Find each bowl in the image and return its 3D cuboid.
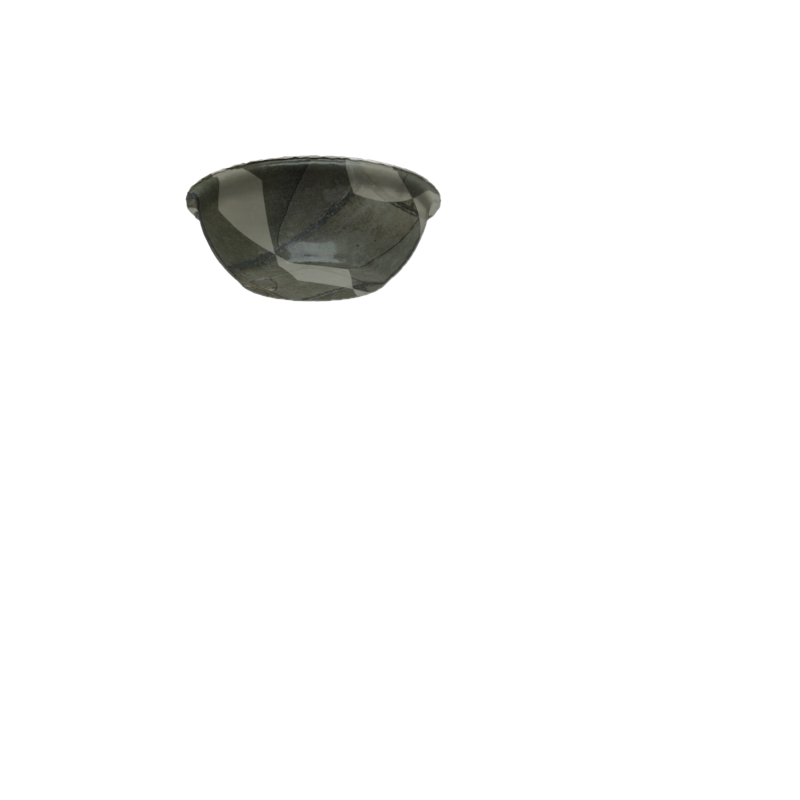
[{"bbox_3d":[-0.055,-0.100,0.697,0.162,0.057,0.157,0,-11,-2],"label":"bowl"}]
